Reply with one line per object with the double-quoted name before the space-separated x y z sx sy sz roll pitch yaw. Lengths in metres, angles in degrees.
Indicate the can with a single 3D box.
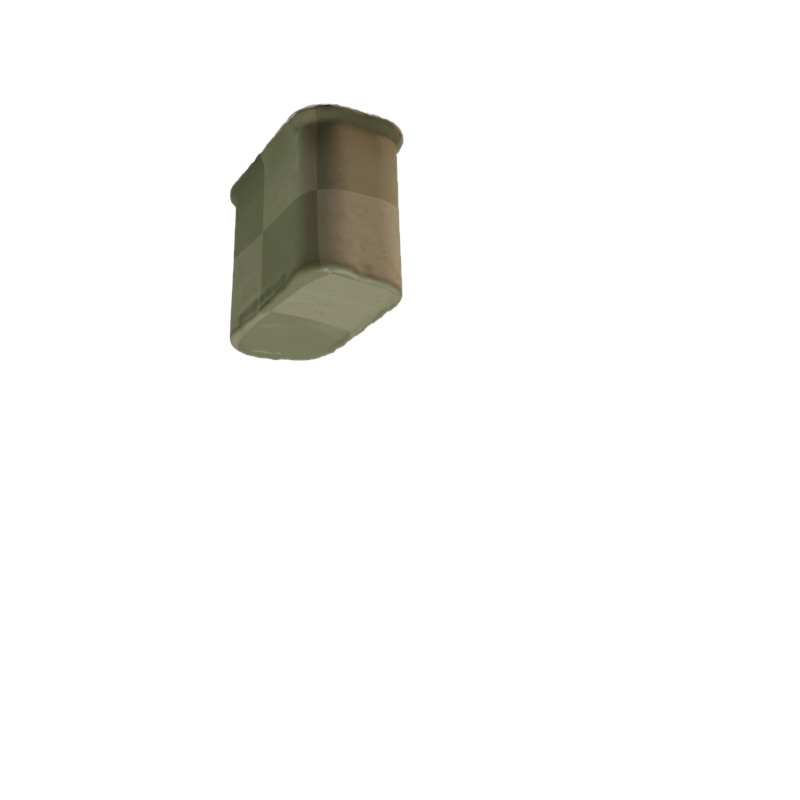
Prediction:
"can" -0.041 -0.074 0.516 0.055 0.089 0.100 13 -28 -28
